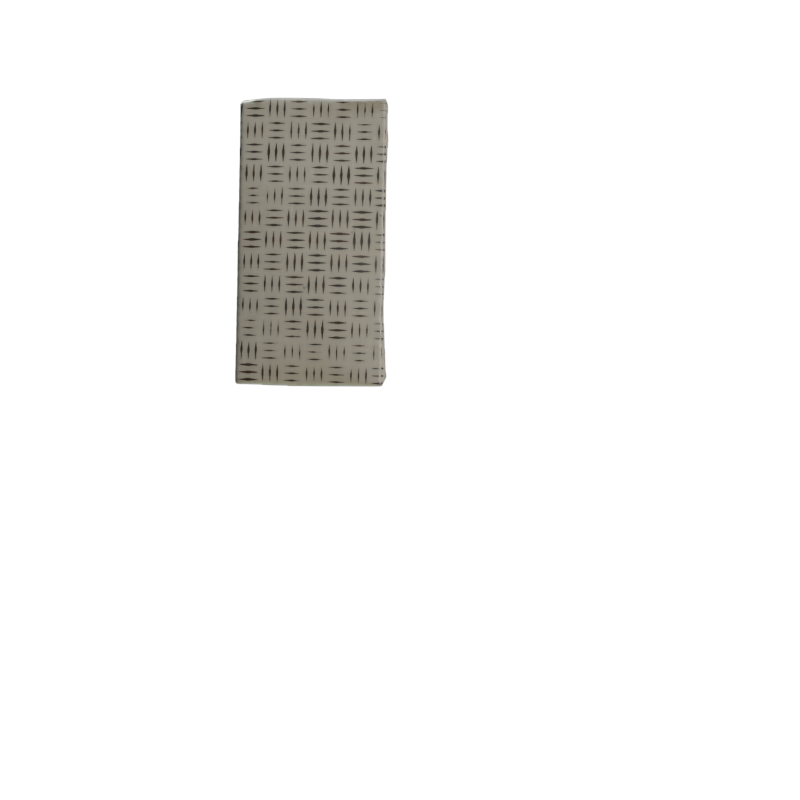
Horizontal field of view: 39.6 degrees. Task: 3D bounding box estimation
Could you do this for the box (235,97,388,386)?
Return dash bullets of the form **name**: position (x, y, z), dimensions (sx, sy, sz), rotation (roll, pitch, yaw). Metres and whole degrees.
- **box**: position (-0.054, -0.099, 0.691), dimensions (0.094, 0.176, 0.048), rotation (0, 0, 3)
